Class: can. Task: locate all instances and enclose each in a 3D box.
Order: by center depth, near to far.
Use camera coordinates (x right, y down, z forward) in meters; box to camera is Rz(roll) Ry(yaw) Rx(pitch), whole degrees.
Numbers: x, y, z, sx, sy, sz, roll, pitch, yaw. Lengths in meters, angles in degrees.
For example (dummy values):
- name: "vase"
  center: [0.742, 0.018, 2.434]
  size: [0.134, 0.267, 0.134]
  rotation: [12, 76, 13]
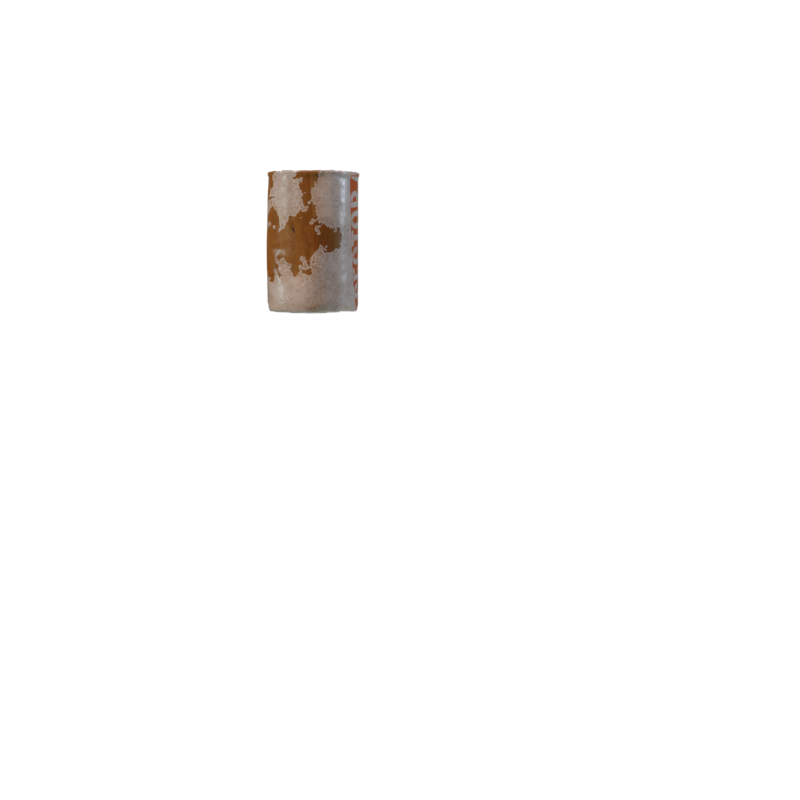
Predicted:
- name: "can"
  center: [-0.064, -0.116, 0.815]
  size: [0.068, 0.102, 0.069]
  rotation: [0, 2, -2]
